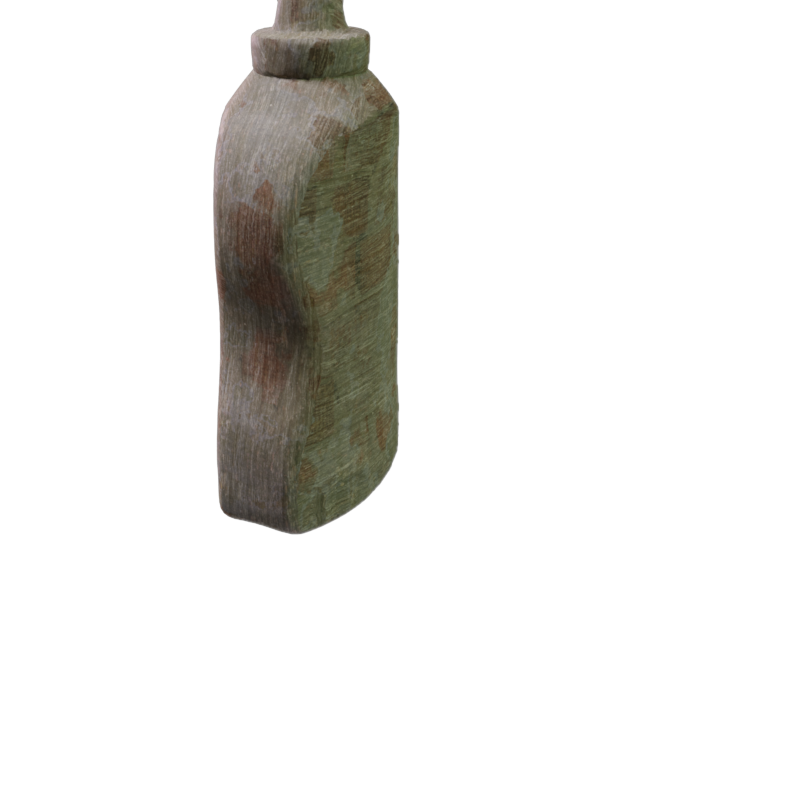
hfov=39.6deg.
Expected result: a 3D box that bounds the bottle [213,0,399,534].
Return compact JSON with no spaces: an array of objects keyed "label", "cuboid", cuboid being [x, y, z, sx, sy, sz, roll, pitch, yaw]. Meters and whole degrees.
[{"label":"bottle","cuboid":[-0.032,-0.057,0.401,0.061,0.183,0.097,10,22,23]}]
